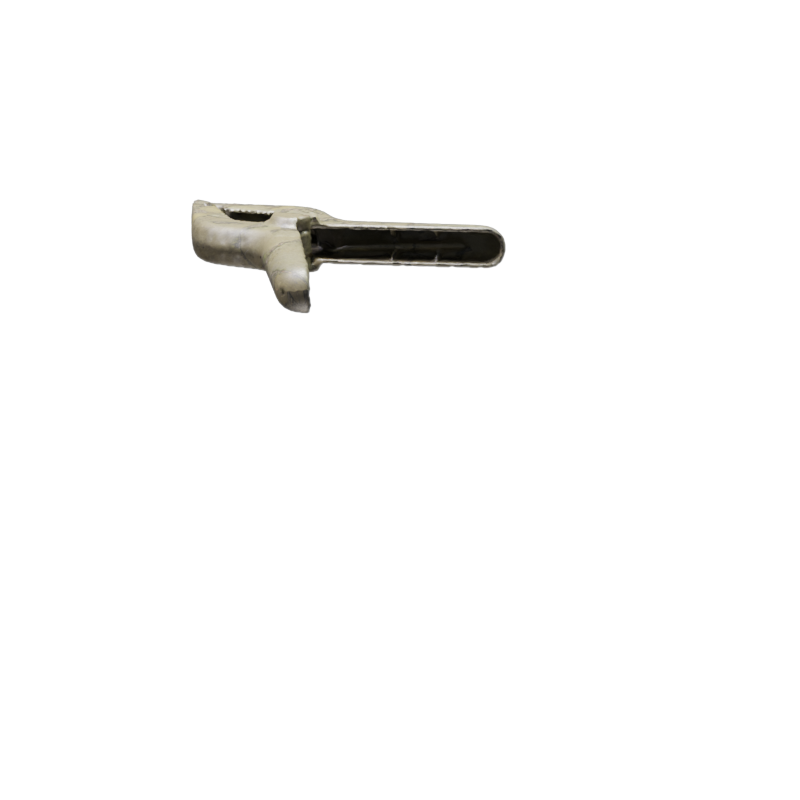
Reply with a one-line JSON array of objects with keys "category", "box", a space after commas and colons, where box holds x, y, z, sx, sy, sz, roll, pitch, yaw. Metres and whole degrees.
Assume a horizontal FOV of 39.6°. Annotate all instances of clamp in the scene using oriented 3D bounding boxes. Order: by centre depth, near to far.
[{"category": "clamp", "box": [-0.053, -0.097, 0.680, 0.160, 0.035, 0.223, -13, 23, -34]}]
